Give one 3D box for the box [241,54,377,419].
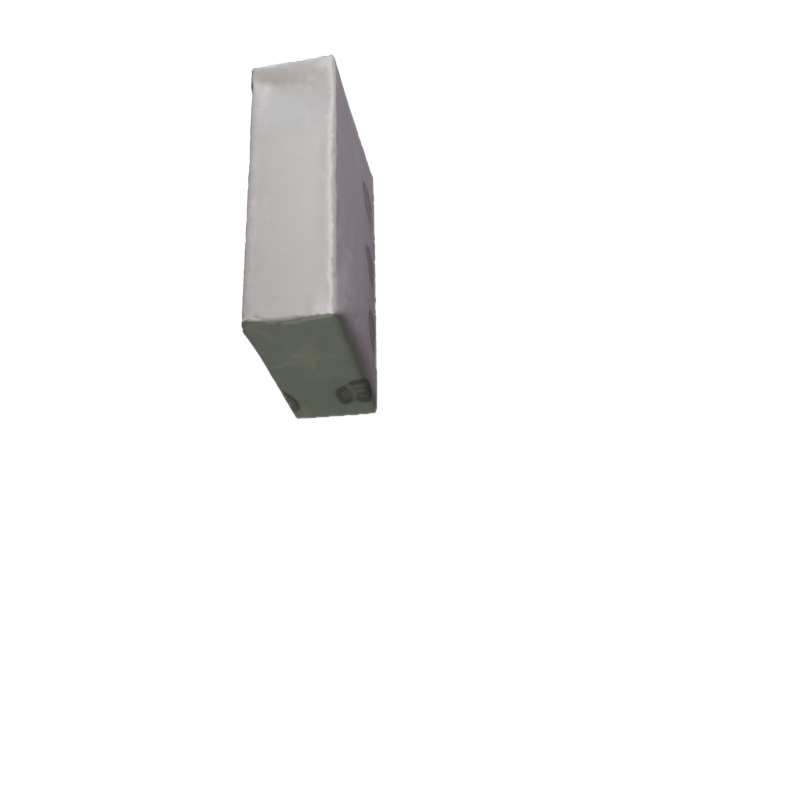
[{"bbox_3d":[-0.064,-0.116,0.813,0.072,0.227,0.153,-6,-28,8],"label":"box"}]
